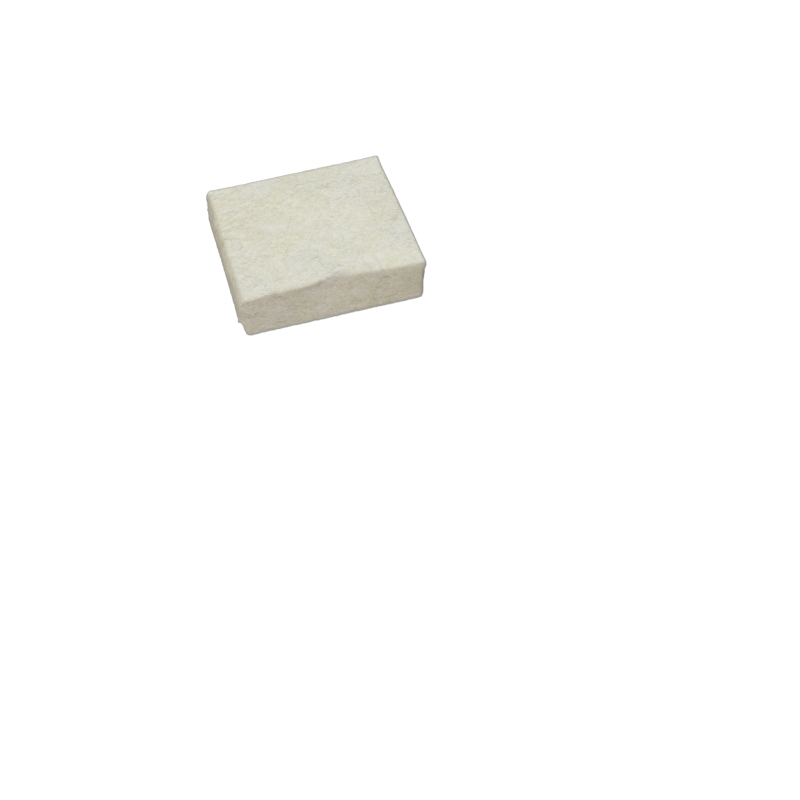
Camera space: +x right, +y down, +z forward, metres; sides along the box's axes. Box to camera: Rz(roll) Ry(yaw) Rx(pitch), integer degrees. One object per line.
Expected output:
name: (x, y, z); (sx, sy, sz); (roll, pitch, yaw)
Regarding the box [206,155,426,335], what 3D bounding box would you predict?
box: (-0.041, -0.075, 0.527); (0.088, 0.079, 0.028); (-13, -37, -11)
